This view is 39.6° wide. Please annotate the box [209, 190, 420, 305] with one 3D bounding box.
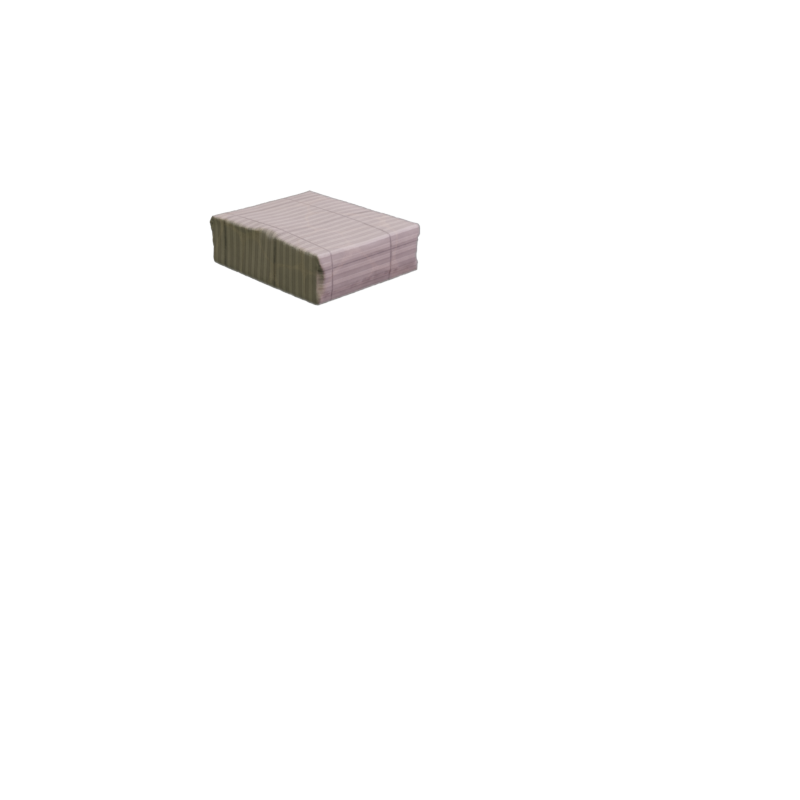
[{"bbox_3d":[-0.046,-0.084,0.591,0.072,0.029,0.095,-22,33,-38],"label":"box"}]
